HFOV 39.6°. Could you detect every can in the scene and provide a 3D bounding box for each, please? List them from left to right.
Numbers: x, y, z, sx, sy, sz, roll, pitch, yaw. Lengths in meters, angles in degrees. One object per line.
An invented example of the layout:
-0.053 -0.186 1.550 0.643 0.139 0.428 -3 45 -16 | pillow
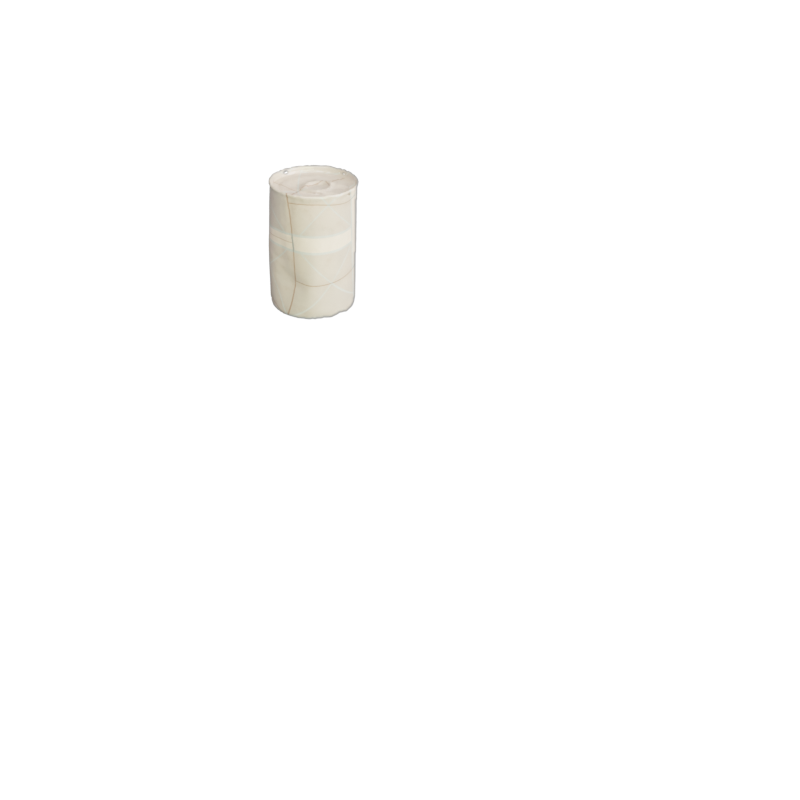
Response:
-0.067 -0.122 0.855 0.068 0.097 0.072 0 27 -2 | can
